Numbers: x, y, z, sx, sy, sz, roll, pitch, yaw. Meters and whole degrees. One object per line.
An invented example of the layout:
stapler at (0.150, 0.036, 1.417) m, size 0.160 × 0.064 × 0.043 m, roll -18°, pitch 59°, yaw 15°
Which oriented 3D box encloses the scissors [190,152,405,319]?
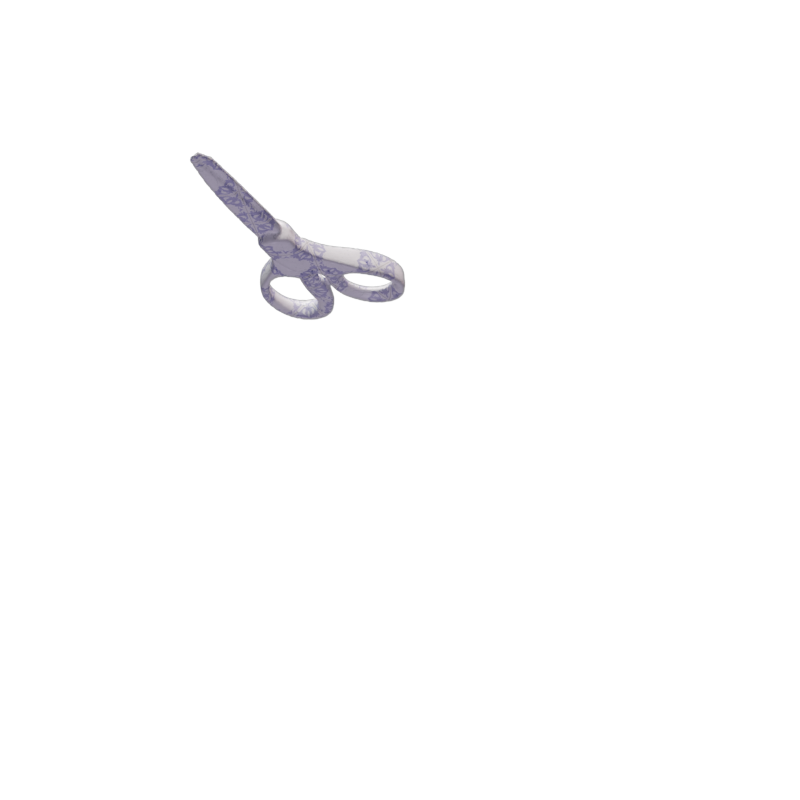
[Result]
scissors at (-0.048, -0.087, 0.611) m, size 0.097 × 0.017 × 0.191 m, roll -1°, pitch -18°, yaw 3°
